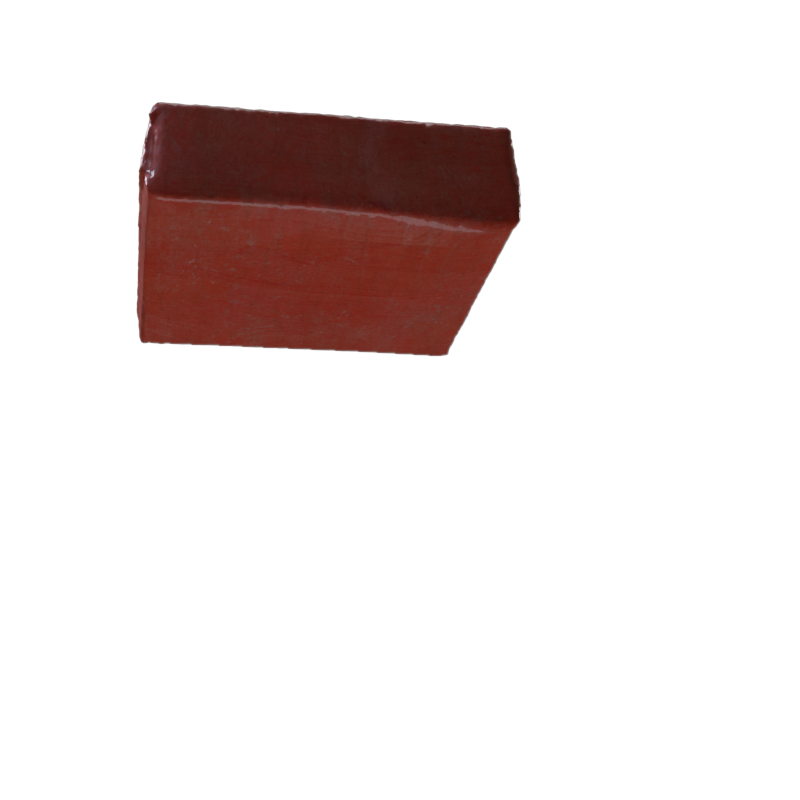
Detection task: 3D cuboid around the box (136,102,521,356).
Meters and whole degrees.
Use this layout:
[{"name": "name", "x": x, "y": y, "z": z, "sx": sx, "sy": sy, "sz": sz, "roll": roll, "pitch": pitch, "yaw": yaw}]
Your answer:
[{"name": "box", "x": -0.028, "y": -0.051, "z": 0.360, "sx": 0.112, "sy": 0.041, "sz": 0.086, "roll": 5, "pitch": -28, "yaw": -9}]
